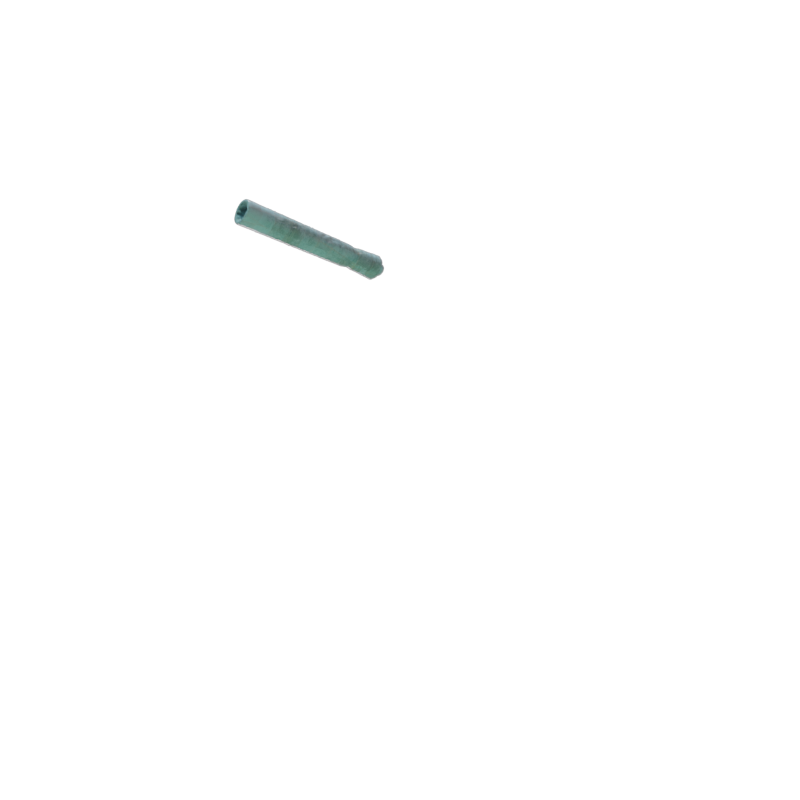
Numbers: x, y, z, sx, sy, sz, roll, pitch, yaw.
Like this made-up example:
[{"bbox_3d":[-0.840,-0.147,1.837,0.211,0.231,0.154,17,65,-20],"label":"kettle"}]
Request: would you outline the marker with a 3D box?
[{"bbox_3d":[-0.061,-0.112,0.782,0.115,0.020,0.020,20,-7,-30],"label":"marker"}]
